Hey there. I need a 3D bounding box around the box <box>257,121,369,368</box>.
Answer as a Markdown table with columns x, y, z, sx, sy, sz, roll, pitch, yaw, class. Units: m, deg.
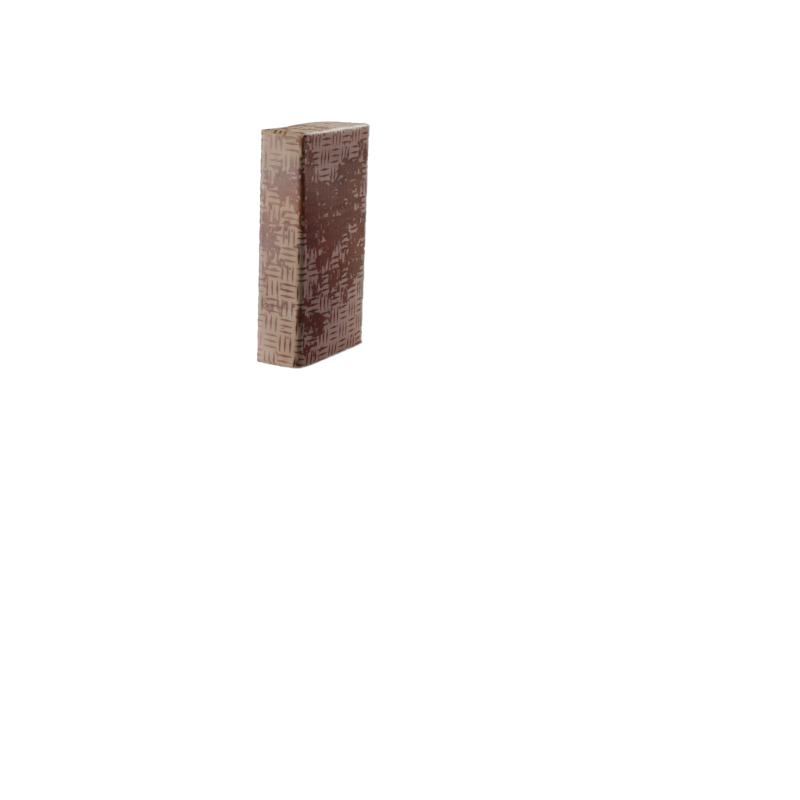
| x | y | z | sx | sy | sz | roll | pitch | yaw | class |
| --- | --- | --- | --- | --- | --- | --- | --- | --- | --- |
| -0.066 | -0.120 | 0.837 | 0.050 | 0.172 | 0.092 | 7 | 14 | 30 | box |
